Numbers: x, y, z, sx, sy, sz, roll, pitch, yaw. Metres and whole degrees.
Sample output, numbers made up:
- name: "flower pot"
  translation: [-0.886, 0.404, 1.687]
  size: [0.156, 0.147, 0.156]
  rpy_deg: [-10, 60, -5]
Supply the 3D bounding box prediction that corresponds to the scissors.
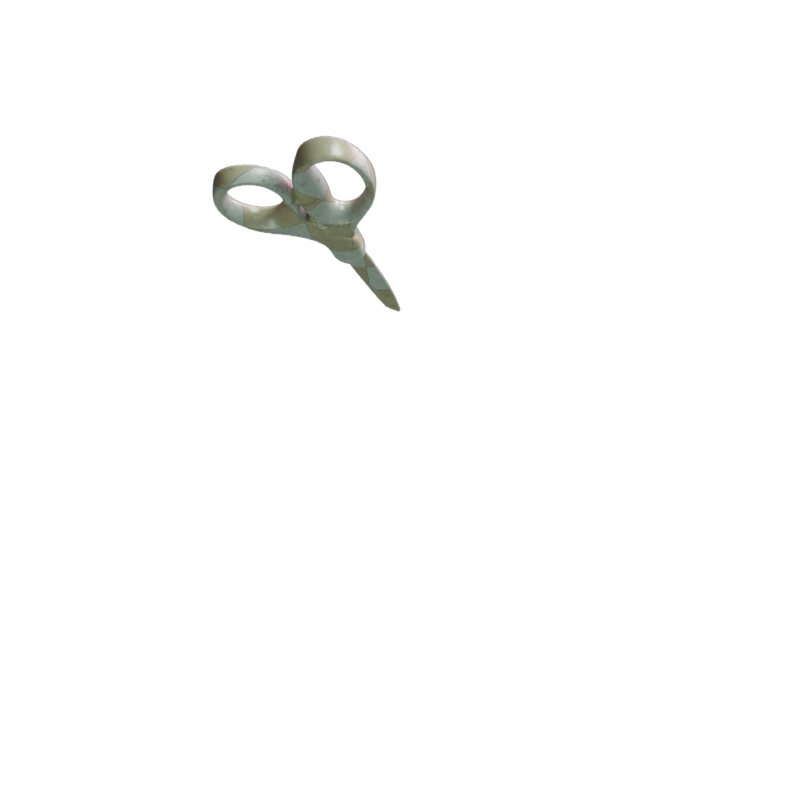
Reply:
- name: "scissors"
  translation: [-0.050, -0.091, 0.639]
  size: [0.096, 0.017, 0.190]
  rpy_deg: [-1, -21, 2]
